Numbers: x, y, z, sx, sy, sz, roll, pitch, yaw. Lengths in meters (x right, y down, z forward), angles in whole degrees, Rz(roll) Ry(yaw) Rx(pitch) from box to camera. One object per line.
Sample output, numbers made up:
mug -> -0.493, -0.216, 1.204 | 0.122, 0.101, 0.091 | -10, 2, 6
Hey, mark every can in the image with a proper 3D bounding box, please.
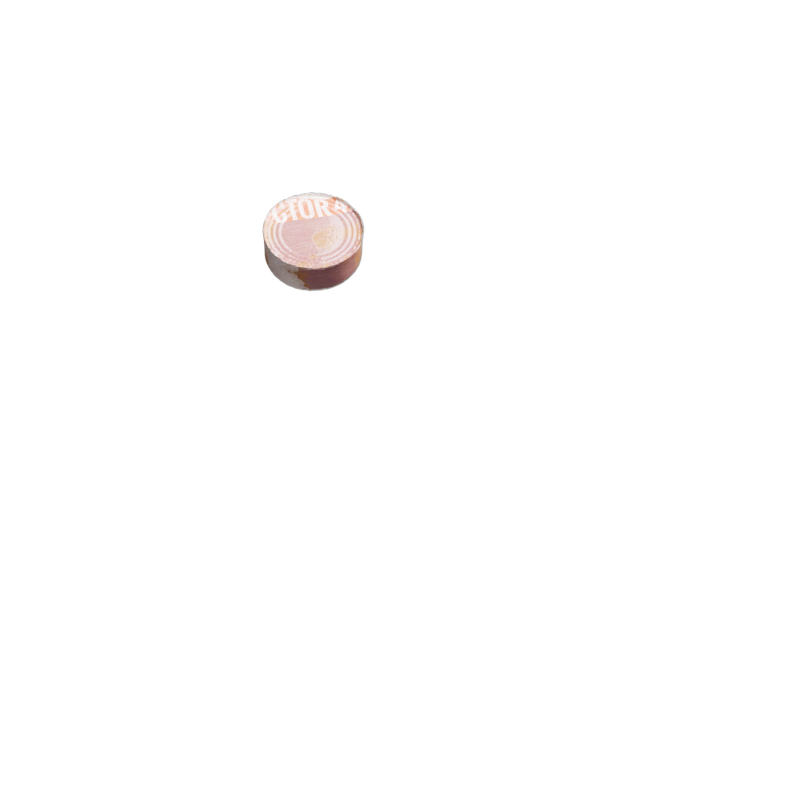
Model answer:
can -> -0.074, -0.135, 0.946 | 0.086, 0.092, 0.031 | -1, -37, -1
